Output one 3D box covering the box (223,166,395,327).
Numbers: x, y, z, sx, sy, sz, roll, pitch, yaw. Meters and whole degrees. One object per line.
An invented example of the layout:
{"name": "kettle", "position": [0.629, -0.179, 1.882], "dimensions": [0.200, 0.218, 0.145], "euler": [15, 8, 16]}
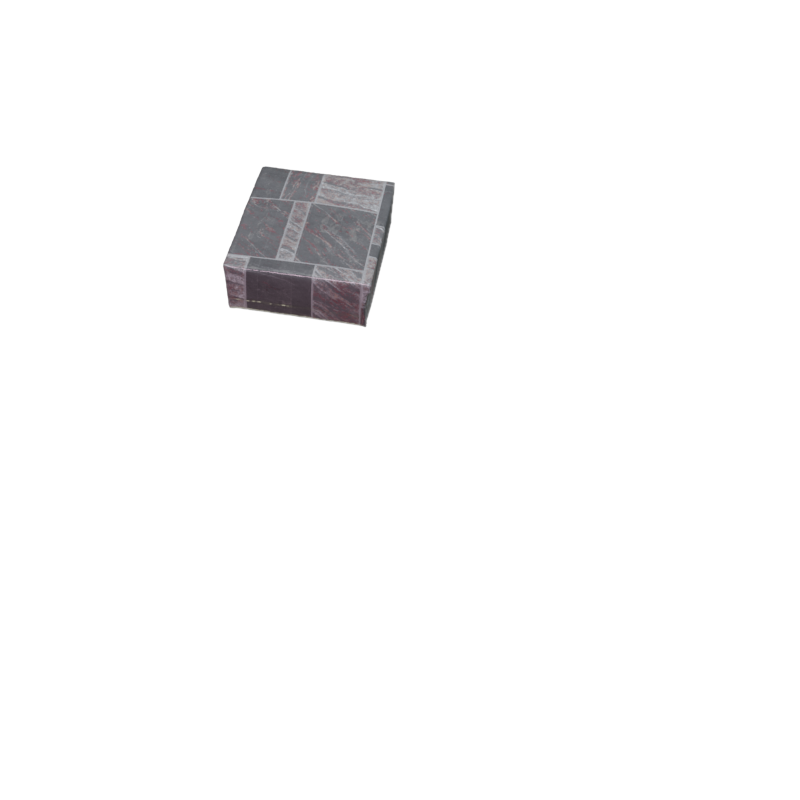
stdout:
{"name": "box", "position": [-0.055, -0.100, 0.699], "dimensions": [0.091, 0.036, 0.120], "euler": [6, 44, 6]}
